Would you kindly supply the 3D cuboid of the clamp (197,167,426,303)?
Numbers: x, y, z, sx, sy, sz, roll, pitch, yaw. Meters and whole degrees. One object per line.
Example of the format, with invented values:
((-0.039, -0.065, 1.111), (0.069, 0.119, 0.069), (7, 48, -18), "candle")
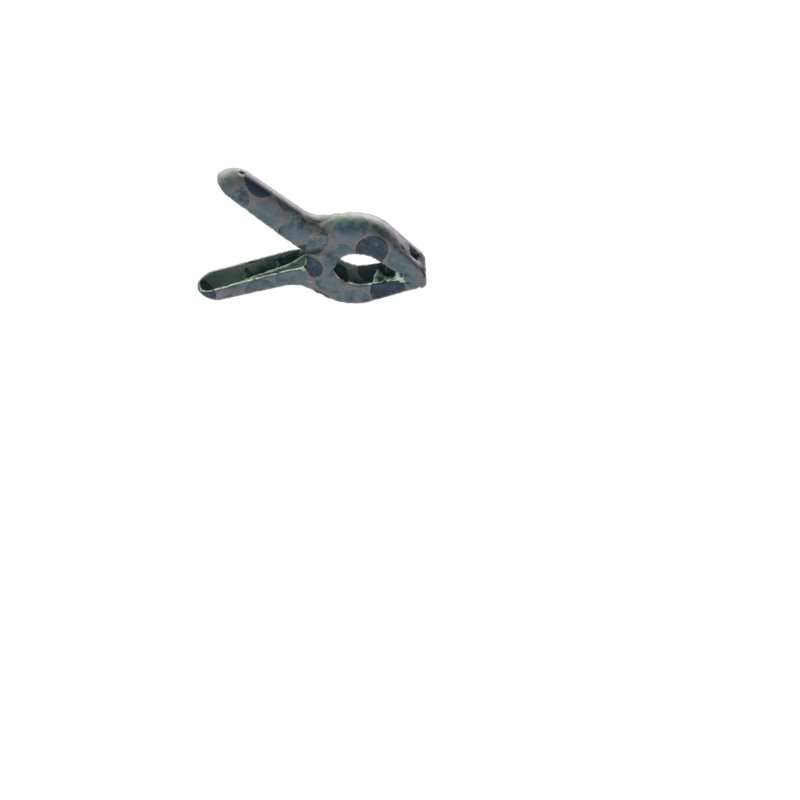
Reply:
((-0.063, -0.115, 0.809), (0.171, 0.042, 0.112), (2, -38, -3), "clamp")
